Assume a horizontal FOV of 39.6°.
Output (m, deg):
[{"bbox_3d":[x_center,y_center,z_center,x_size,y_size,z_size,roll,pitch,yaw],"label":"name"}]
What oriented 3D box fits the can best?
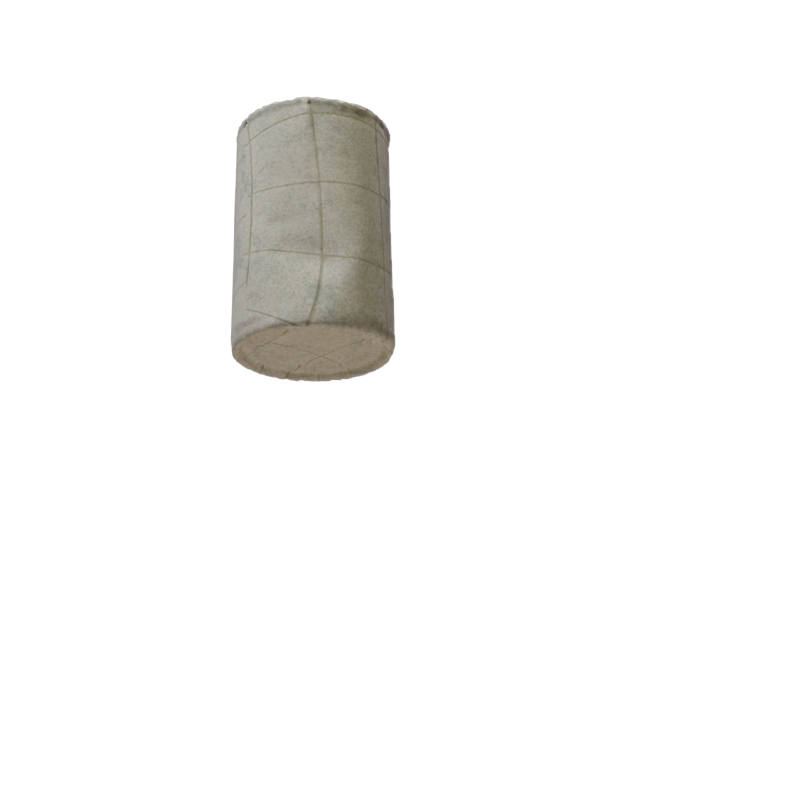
[{"bbox_3d":[-0.037,-0.067,0.467,0.068,0.108,0.065,0,-23,-2],"label":"can"}]
